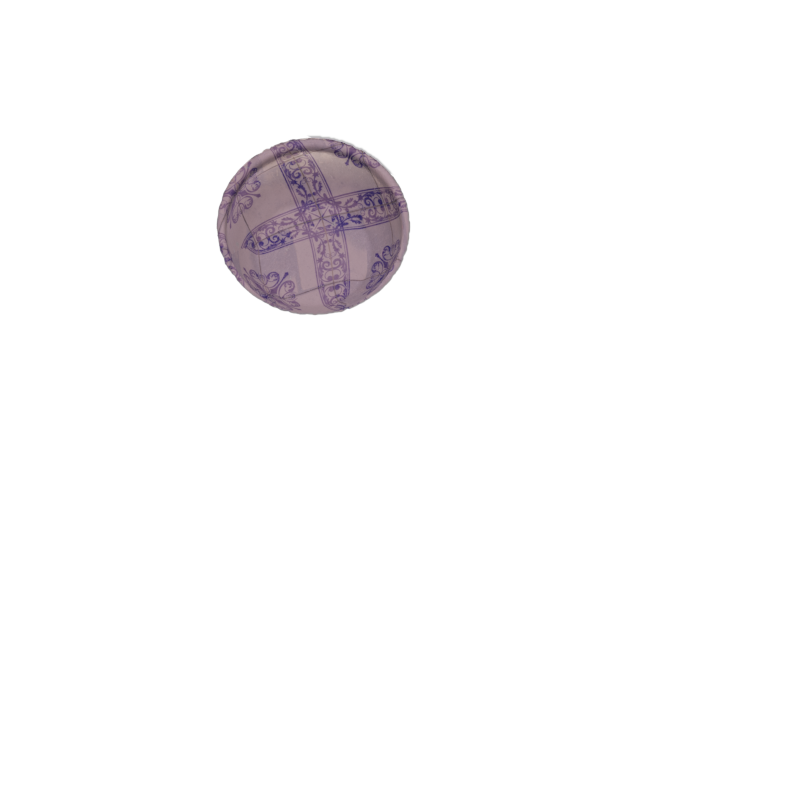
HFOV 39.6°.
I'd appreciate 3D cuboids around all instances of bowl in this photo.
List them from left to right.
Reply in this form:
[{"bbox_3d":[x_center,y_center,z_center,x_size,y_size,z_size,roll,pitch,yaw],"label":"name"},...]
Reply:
[{"bbox_3d":[-0.071,-0.129,0.902,0.162,0.153,0.058,1,26,-1],"label":"bowl"}]
